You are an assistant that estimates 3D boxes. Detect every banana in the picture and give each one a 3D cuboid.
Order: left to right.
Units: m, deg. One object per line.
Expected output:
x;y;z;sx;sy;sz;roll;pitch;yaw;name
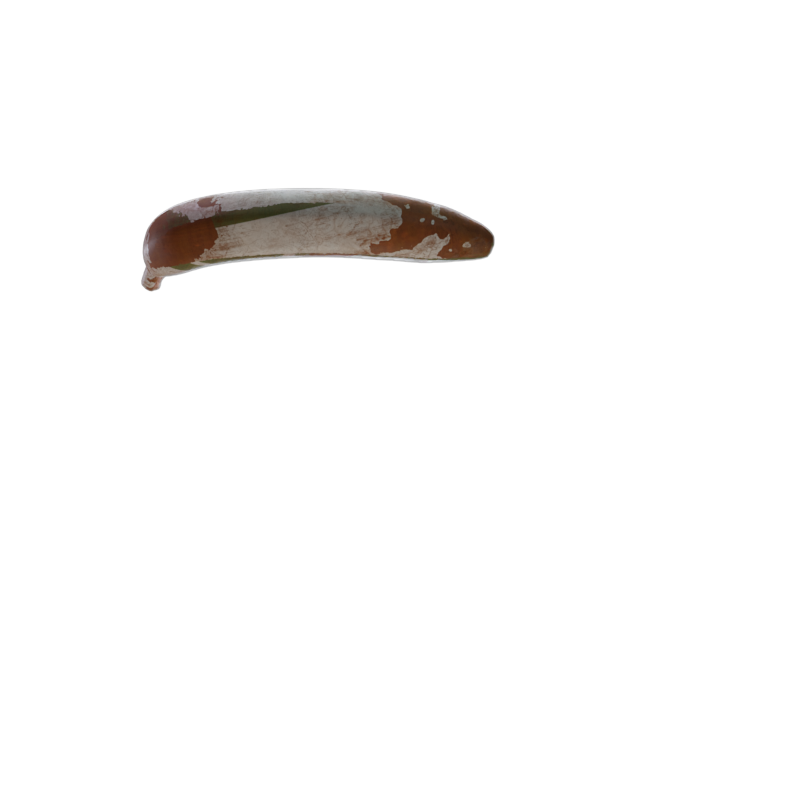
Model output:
-0.054;-0.087;0.575;0.201;0.038;0.066;-2;-10;14;banana
